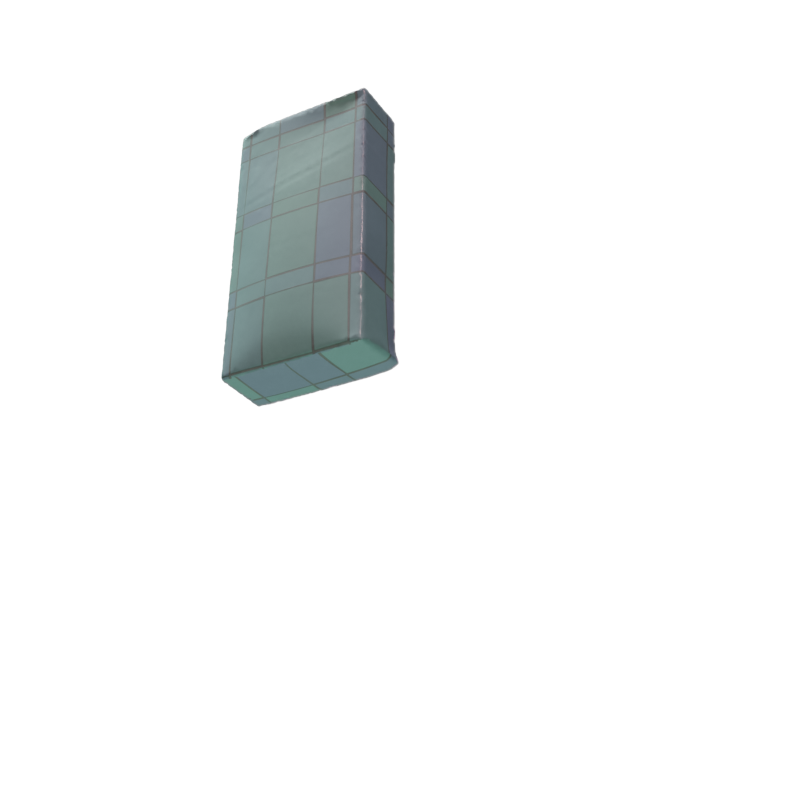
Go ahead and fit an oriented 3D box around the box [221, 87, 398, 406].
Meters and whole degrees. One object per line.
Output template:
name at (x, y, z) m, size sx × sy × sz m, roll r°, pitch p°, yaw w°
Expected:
box at (-0.051, -0.092, 0.645) m, size 0.094 × 0.188 × 0.044 m, roll -17°, pitch -34°, yaw 24°
